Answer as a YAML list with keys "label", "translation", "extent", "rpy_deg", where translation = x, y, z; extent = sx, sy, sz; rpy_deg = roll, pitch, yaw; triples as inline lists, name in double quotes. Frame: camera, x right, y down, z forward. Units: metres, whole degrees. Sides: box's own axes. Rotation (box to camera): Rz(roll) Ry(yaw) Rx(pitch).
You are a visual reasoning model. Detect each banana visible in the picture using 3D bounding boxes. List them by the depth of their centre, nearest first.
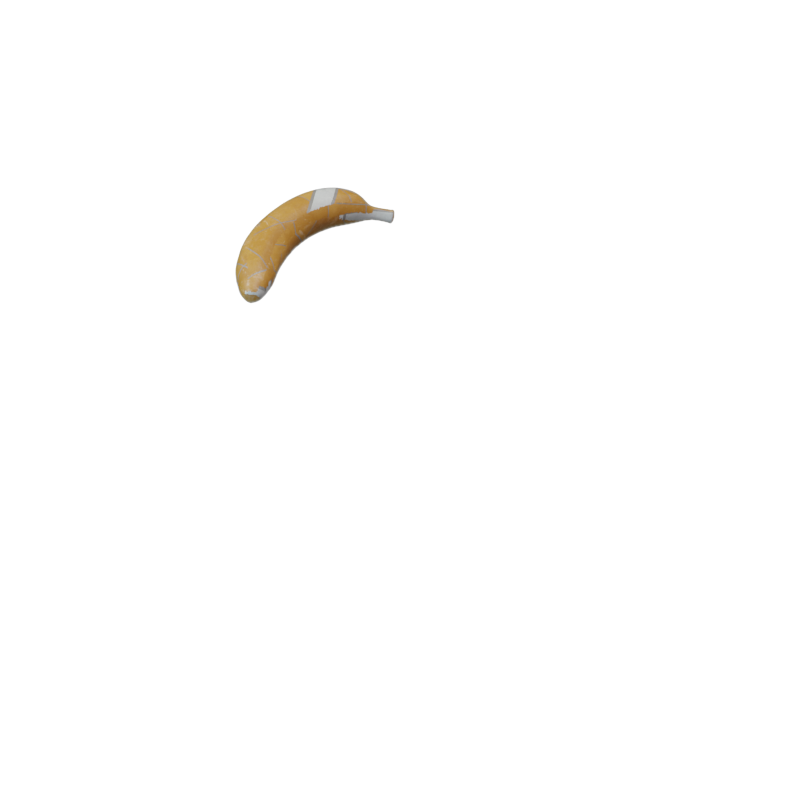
- label: "banana"
  translation: [-0.086, -0.142, 0.947]
  extent: [0.073, 0.034, 0.199]
  rpy_deg: [22, 40, 28]
